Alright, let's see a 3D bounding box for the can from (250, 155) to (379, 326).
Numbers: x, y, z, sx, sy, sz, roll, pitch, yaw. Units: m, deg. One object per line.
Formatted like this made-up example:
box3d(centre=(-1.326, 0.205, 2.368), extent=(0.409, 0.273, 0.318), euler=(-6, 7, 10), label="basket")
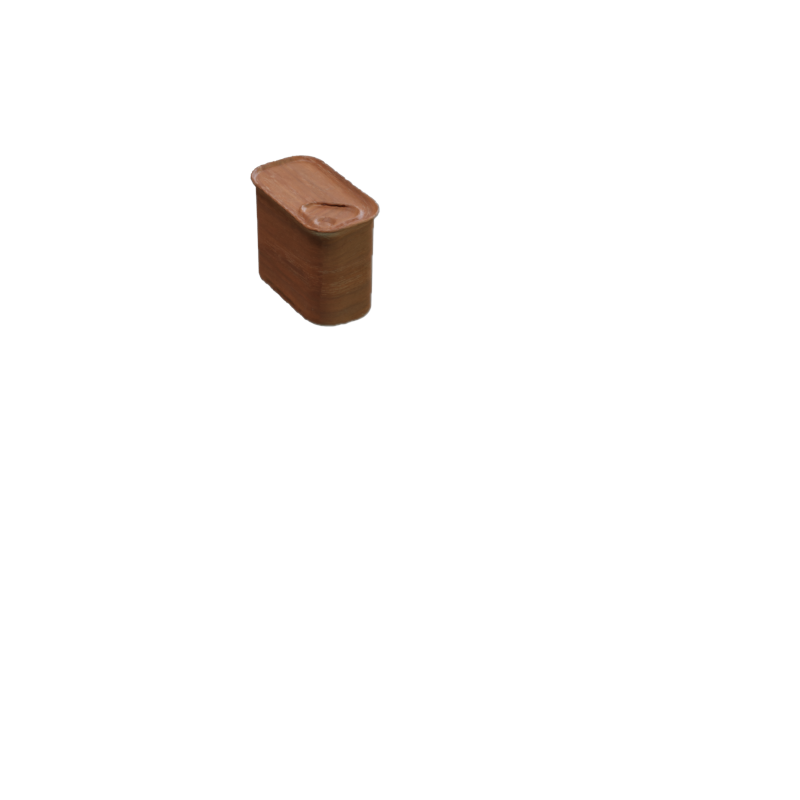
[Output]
box3d(centre=(-0.061, -0.111, 0.778), extent=(0.057, 0.078, 0.110), euler=(-20, 42, -28), label="can")
